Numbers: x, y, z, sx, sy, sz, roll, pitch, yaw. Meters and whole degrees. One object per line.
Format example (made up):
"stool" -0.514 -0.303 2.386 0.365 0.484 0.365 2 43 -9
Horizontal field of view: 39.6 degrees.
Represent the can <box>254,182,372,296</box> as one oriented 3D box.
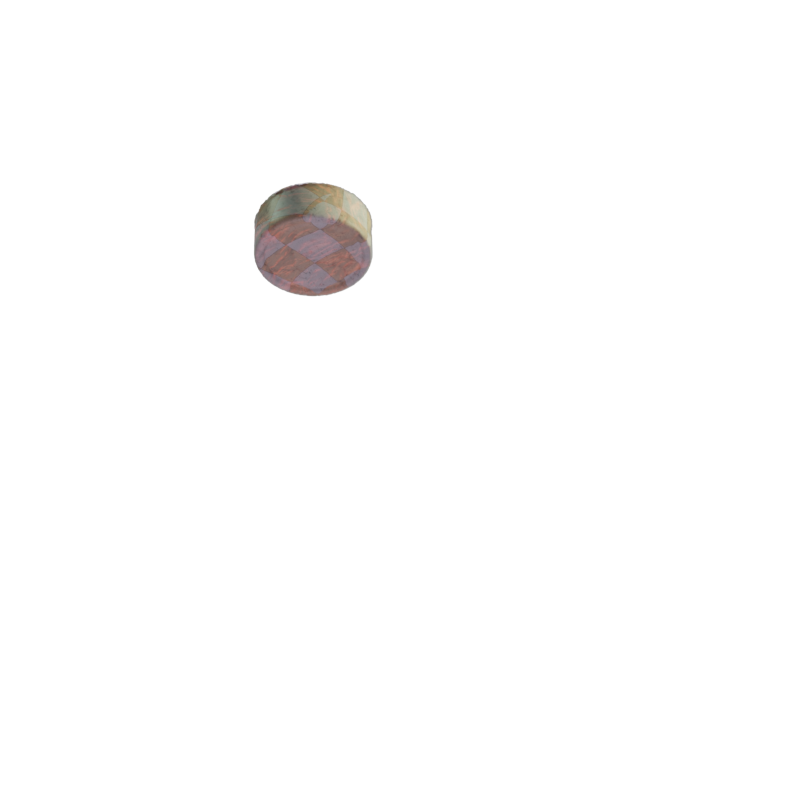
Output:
"can" -0.062 -0.113 0.794 0.086 0.036 0.080 1 -40 -2
